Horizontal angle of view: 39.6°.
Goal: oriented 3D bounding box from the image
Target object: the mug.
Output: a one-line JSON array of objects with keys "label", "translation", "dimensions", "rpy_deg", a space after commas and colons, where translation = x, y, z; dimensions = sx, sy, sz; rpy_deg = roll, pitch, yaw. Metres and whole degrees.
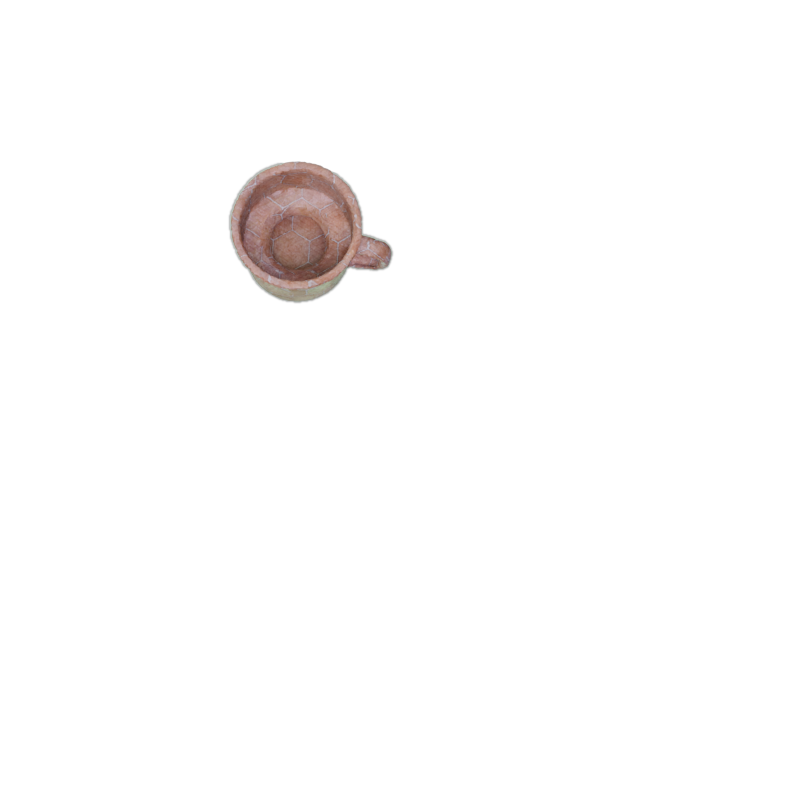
[{"label": "mug", "translation": [-0.064, -0.116, 0.815], "dimensions": [0.117, 0.096, 0.079], "rpy_deg": [10, -11, 1]}]
